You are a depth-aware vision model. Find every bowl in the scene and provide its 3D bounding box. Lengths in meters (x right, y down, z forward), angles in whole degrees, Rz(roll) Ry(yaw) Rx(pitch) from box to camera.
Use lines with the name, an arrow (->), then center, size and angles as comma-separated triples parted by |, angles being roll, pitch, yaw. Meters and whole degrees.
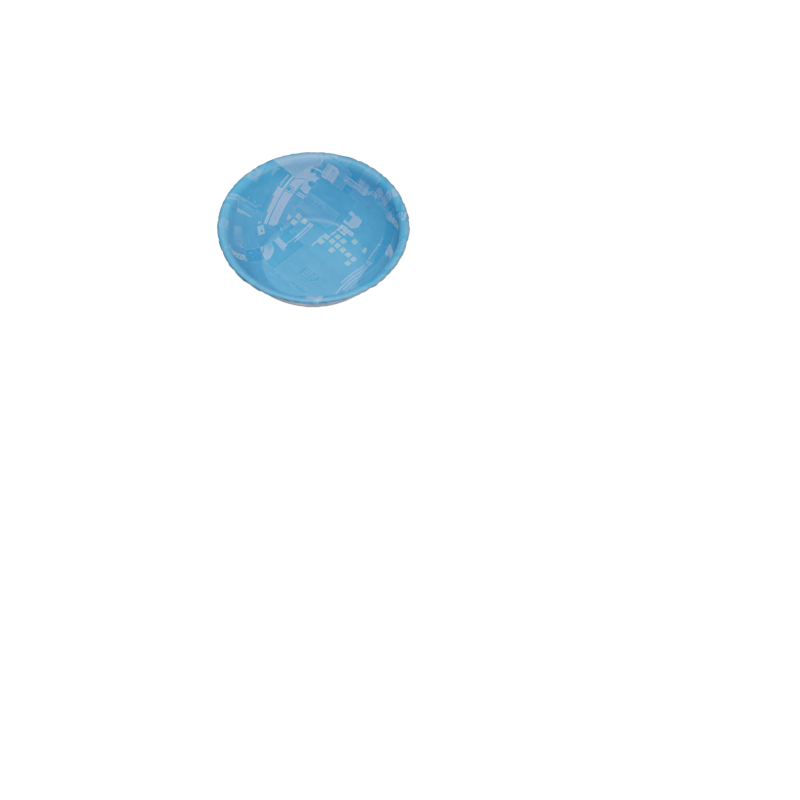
bowl -> -0.074, -0.136, 0.950 | 0.162, 0.173, 0.051 | -1, -34, -1
